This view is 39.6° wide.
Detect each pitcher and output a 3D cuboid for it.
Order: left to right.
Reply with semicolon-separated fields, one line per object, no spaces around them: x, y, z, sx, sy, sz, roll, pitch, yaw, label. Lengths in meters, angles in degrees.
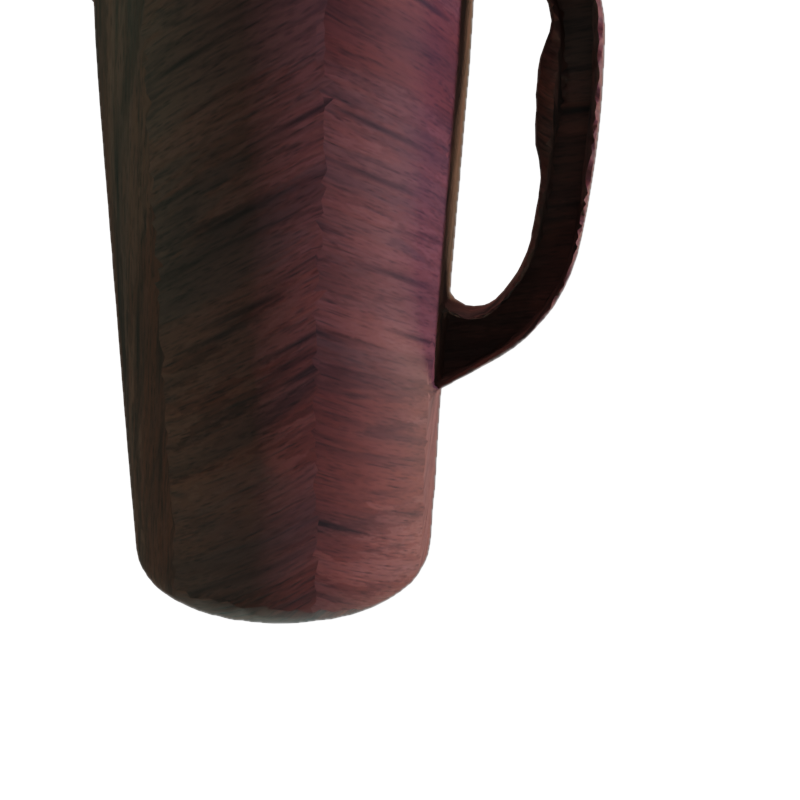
-0.030;-0.055;0.385;0.141;0.237;0.158;-7;15;-32;pitcher
